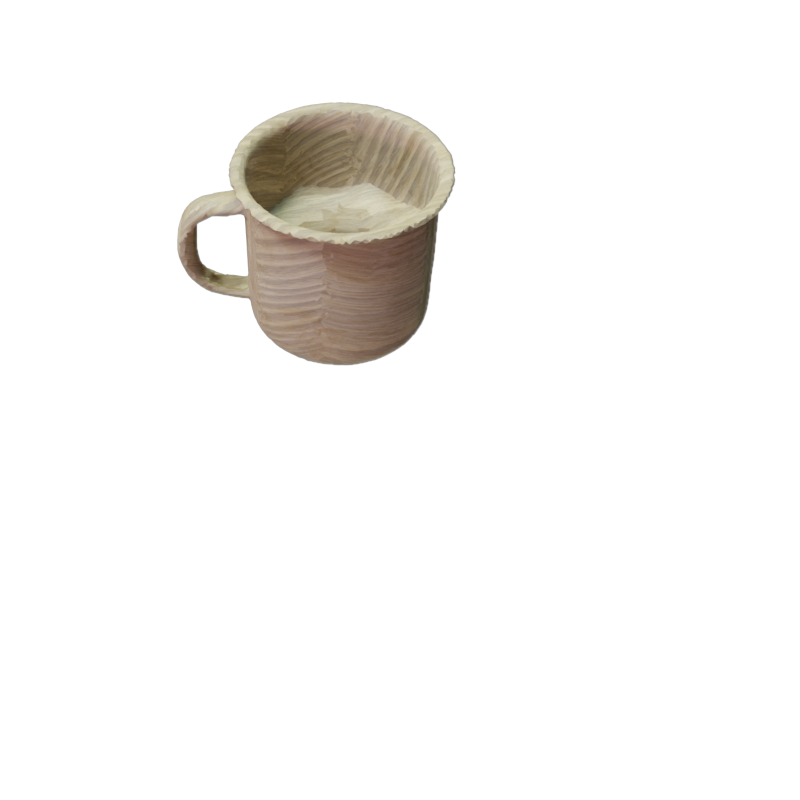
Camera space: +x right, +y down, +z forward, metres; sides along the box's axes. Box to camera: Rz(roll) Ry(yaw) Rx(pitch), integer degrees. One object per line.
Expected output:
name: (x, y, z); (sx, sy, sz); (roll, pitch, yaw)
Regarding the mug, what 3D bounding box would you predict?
mug: (-0.038, -0.069, 0.481); (0.116, 0.101, 0.076); (-6, -44, -8)
